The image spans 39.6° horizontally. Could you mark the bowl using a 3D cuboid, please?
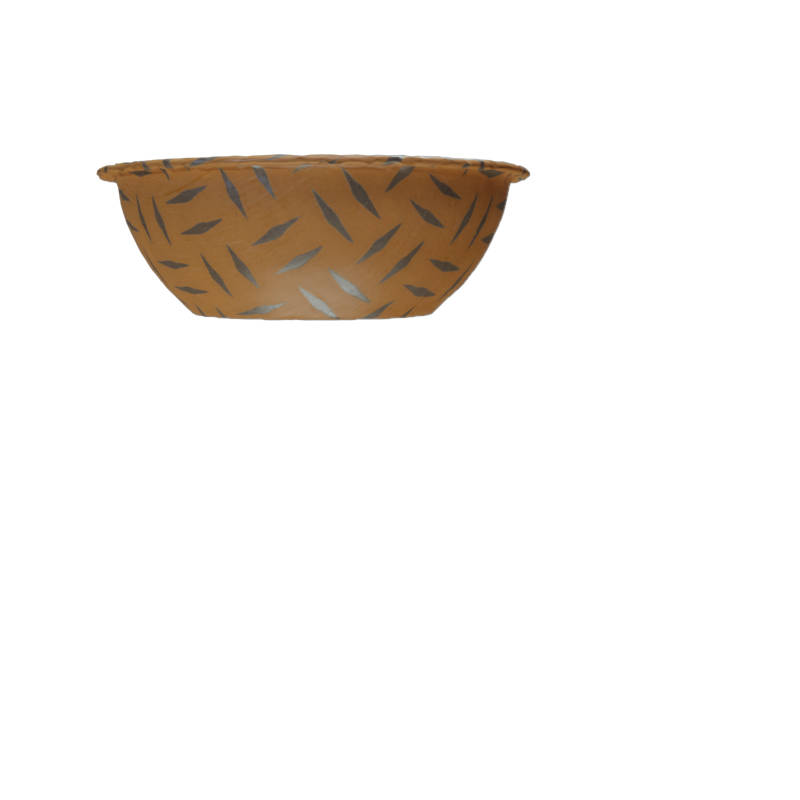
[{"bbox_3d":[-0.033,-0.060,0.420,0.162,0.055,0.164,0,6,-2],"label":"bowl"}]
